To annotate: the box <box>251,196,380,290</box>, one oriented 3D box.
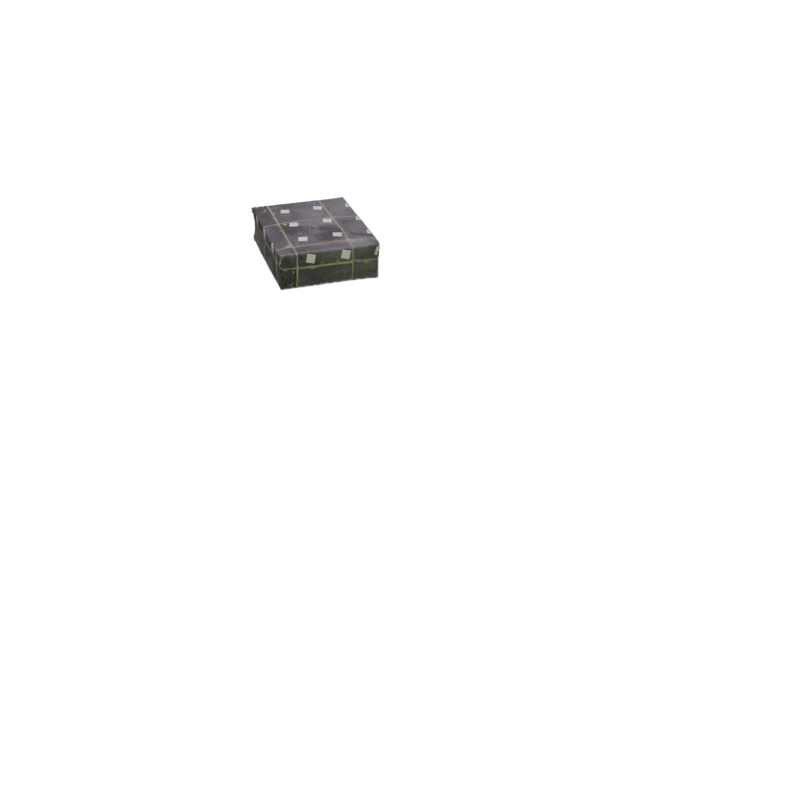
[{"bbox_3d":[-0.077,-0.142,0.992,0.088,0.037,0.122,-9,30,-16],"label":"box"}]
